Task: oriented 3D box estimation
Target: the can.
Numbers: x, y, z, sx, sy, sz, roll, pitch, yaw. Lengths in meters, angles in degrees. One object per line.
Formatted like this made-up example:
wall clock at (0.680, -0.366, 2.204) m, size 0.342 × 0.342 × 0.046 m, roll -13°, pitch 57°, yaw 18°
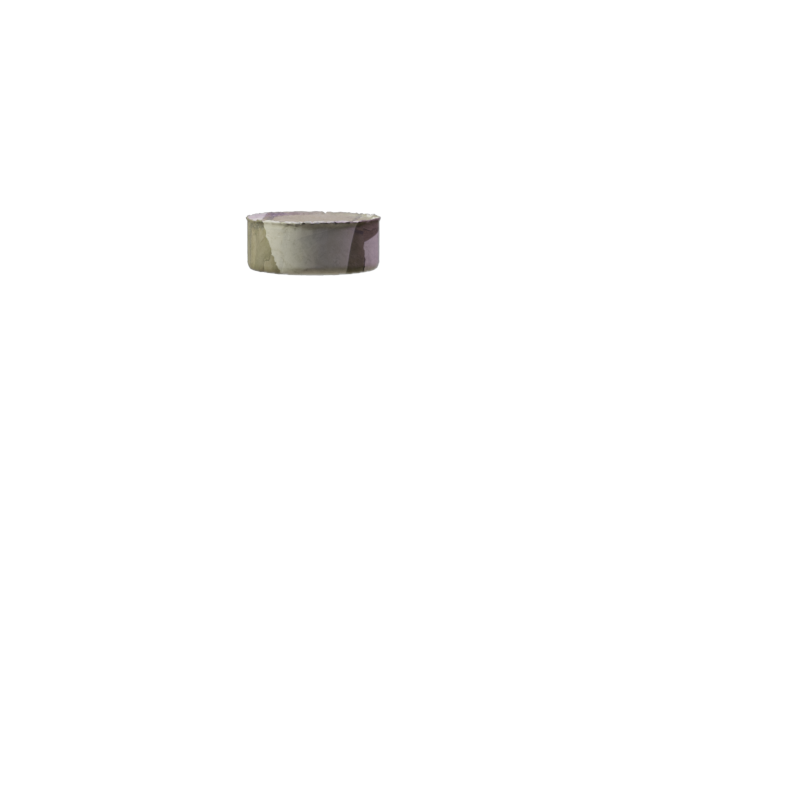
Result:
can at (-0.055, -0.101, 0.707) m, size 0.086 × 0.033 × 0.088 m, roll 0°, pitch 13°, yaw -2°
